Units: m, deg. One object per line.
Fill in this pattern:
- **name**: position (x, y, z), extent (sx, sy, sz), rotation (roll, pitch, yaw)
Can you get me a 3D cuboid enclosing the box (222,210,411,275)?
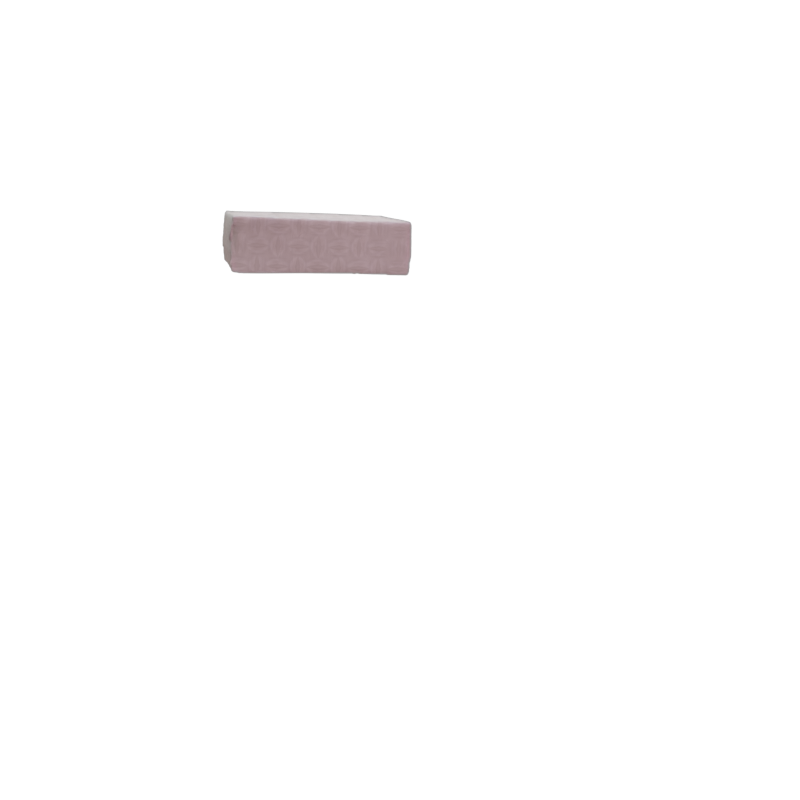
- **box**: position (-0.056, -0.102, 0.714), extent (0.112, 0.038, 0.092), rotation (-2, 9, -9)
